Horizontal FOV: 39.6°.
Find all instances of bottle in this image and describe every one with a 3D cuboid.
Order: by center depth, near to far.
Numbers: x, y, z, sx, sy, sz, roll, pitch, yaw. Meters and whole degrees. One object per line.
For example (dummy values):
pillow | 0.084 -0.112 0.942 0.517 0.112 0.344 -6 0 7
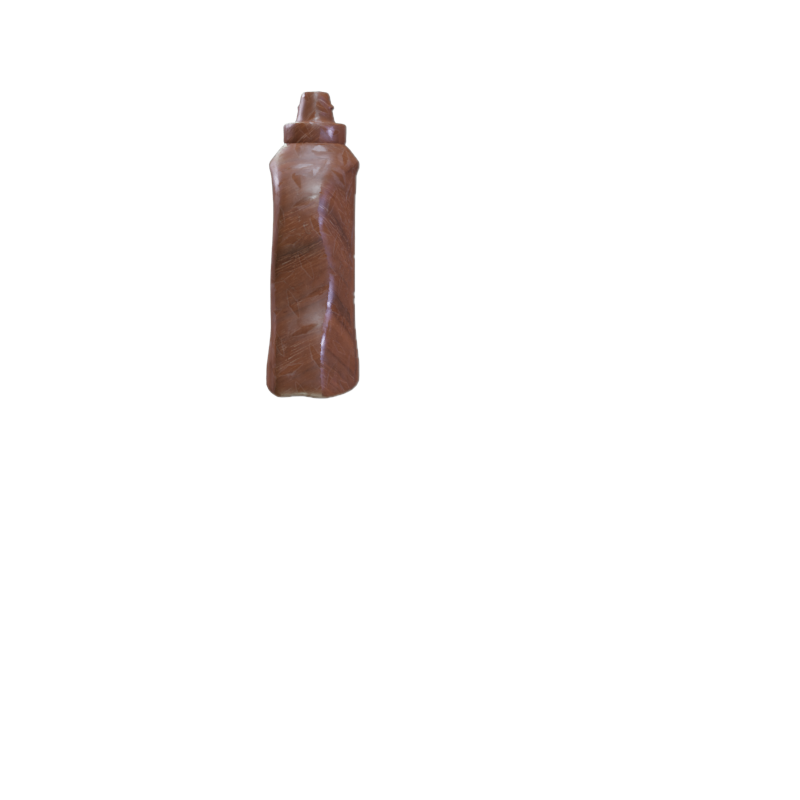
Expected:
bottle | -0.055 -0.102 0.714 0.059 0.191 0.095 0 3 10
